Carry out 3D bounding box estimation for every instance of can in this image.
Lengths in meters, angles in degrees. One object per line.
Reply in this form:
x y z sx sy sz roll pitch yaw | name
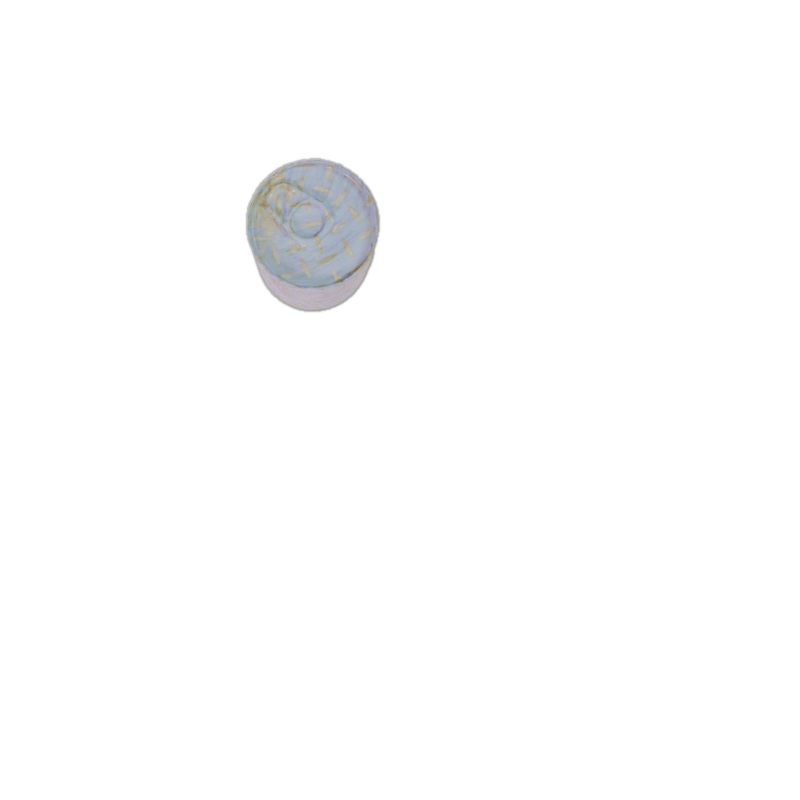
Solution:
-0.048 -0.088 0.615 0.068 0.070 0.101 0 -5 -3 | can
